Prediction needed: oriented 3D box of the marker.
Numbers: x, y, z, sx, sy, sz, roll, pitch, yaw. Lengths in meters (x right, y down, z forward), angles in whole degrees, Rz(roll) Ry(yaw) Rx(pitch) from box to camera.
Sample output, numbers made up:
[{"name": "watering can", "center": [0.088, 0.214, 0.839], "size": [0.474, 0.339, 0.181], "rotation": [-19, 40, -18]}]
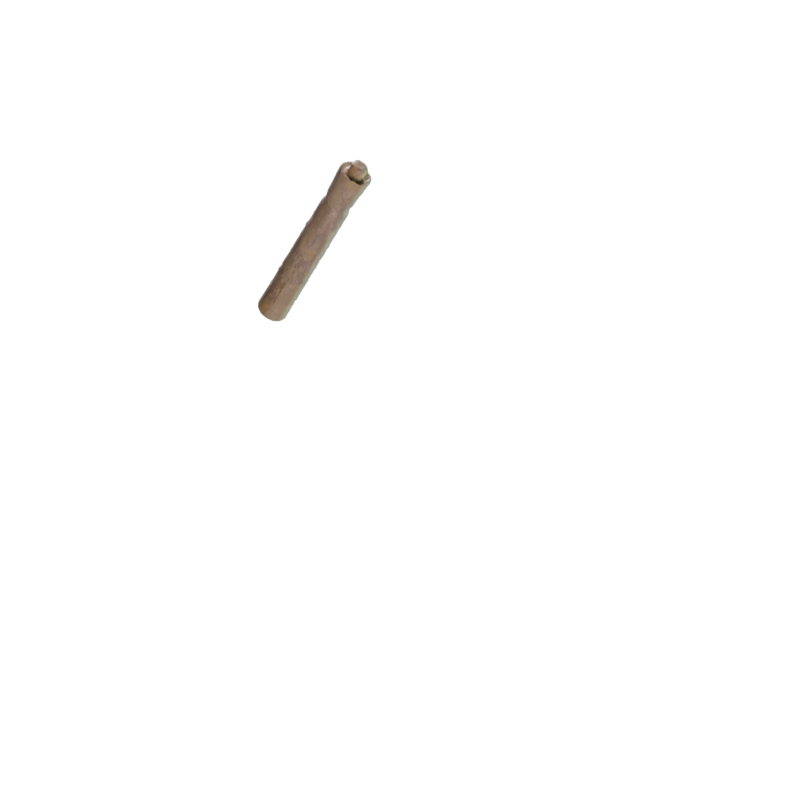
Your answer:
[{"name": "marker", "center": [-0.049, -0.090, 0.627], "size": [0.019, 0.021, 0.117], "rotation": [-1, -37, -38]}]
